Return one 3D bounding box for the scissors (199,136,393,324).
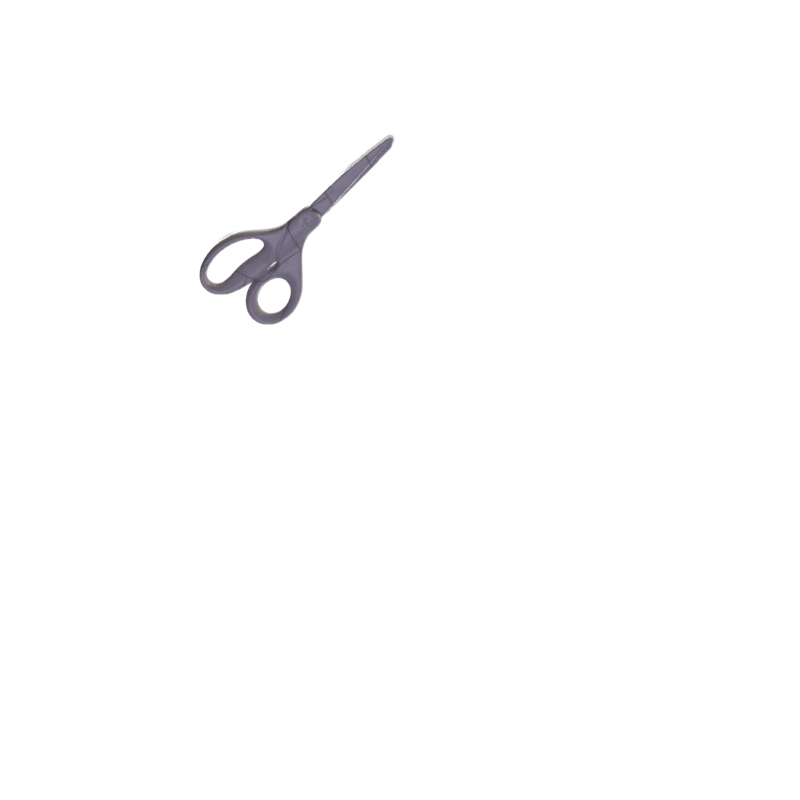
[{"bbox_3d":[-0.072,-0.132,0.926,0.202,0.091,0.017,-27,21,11],"label":"scissors"}]
